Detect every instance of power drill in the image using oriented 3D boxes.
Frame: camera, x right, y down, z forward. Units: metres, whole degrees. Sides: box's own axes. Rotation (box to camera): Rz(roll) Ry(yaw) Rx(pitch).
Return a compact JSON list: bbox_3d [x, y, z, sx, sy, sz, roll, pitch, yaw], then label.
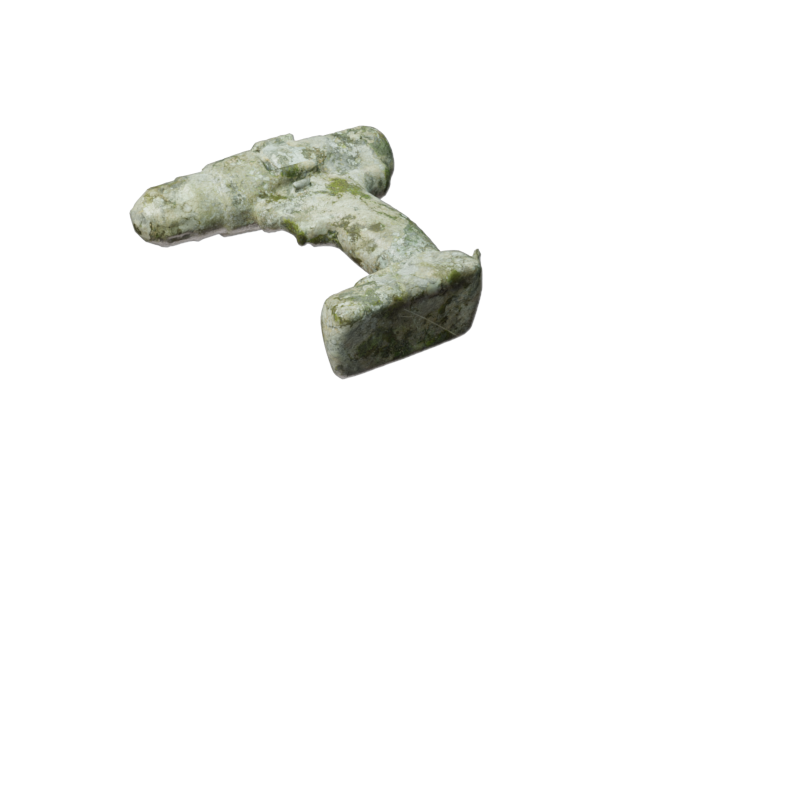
[{"bbox_3d":[-0.054,-0.098,0.685,0.183,0.053,0.203,-21,48,-21],"label":"power drill"}]
